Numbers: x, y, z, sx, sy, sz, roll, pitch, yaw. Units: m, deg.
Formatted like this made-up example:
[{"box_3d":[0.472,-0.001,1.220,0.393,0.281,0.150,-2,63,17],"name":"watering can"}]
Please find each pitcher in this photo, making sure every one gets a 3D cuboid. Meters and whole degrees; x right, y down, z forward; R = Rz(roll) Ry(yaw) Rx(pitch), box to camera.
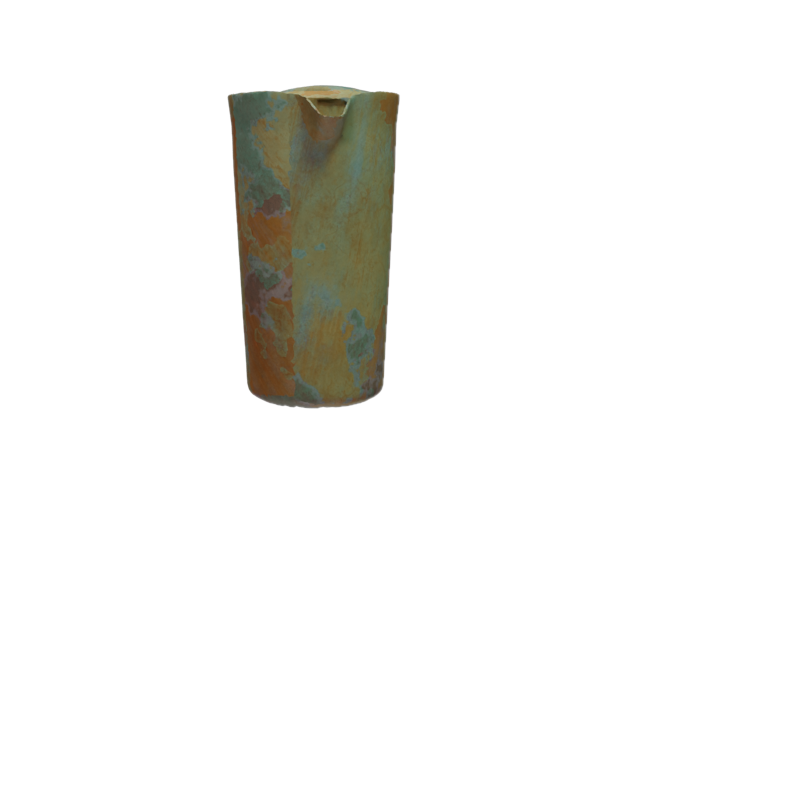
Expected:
[{"box_3d":[-0.069,-0.125,0.877,0.151,0.240,0.145,4,8,32],"name":"pitcher"}]
